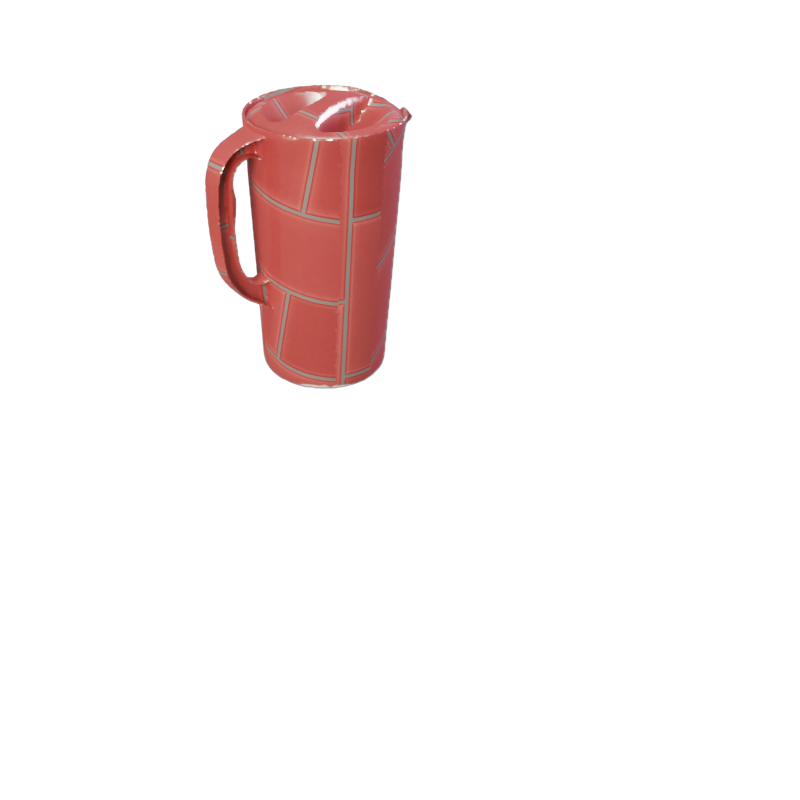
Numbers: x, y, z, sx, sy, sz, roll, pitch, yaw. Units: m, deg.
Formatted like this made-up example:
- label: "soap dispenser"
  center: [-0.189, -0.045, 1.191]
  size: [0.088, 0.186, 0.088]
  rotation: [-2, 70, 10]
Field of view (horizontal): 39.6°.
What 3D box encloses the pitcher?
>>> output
- label: "pitcher"
  center: [-0.073, -0.133, 0.932]
  size: [0.151, 0.229, 0.152]
  rotation: [6, 29, 7]
